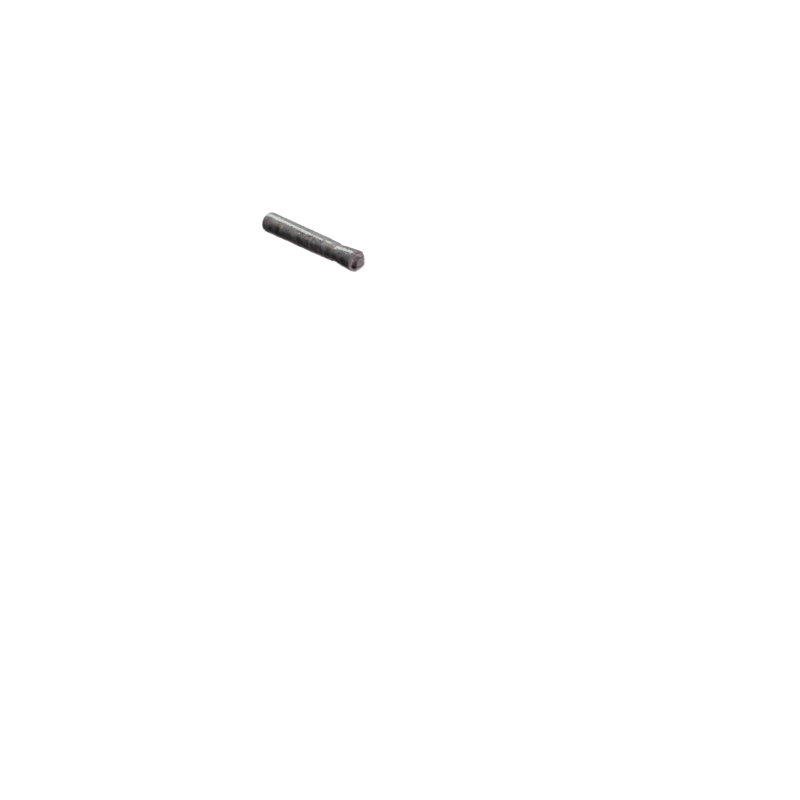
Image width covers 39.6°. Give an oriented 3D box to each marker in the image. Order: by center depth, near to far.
[{"bbox_3d":[-0.075,-0.137,0.961,0.019,0.019,0.129,-4,24,-44],"label":"marker"}]
